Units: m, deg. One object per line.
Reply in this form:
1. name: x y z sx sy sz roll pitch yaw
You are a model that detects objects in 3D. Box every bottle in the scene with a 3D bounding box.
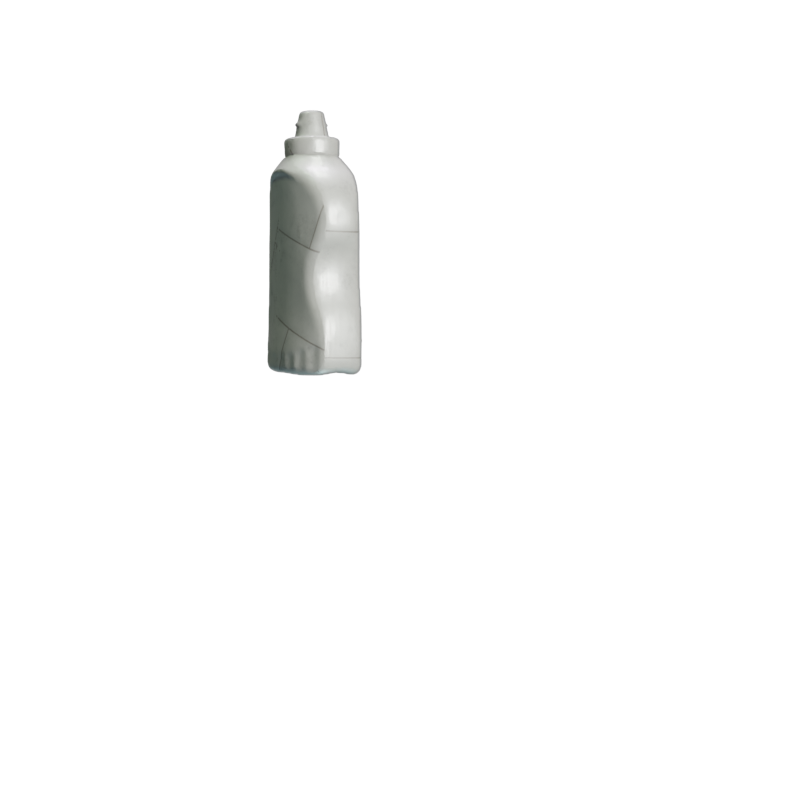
1. bottle: -0.064 -0.116 0.814 0.057 0.193 0.099 1 -2 -26
